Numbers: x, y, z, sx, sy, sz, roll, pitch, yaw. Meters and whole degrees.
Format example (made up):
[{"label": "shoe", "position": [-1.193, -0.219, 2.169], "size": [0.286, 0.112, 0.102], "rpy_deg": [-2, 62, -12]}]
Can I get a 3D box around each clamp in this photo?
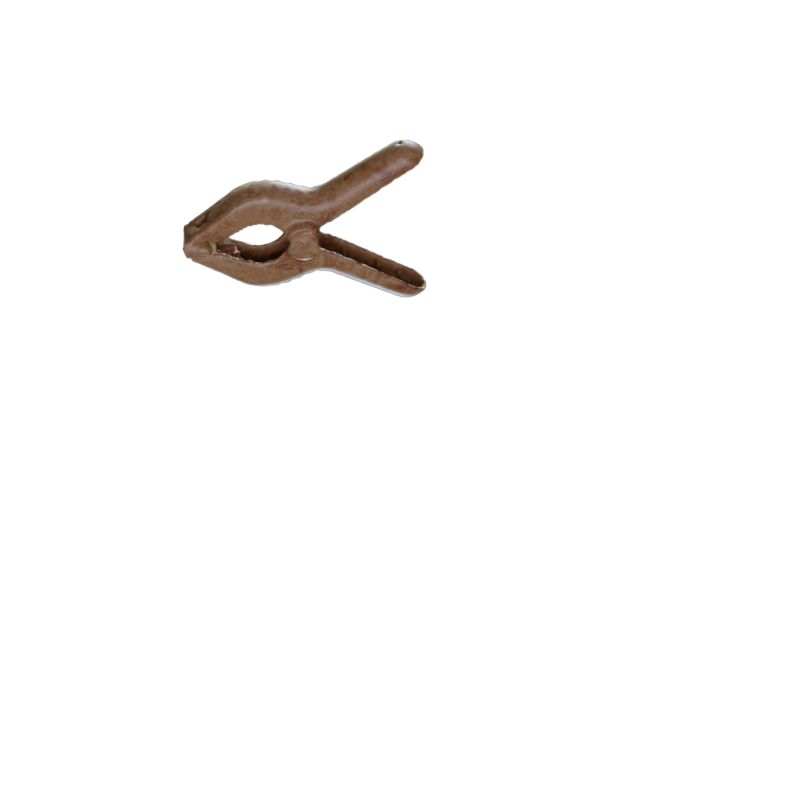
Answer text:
[{"label": "clamp", "position": [-0.059, -0.108, 0.759], "size": [0.172, 0.112, 0.042], "rpy_deg": [-10, 29, 6]}]
